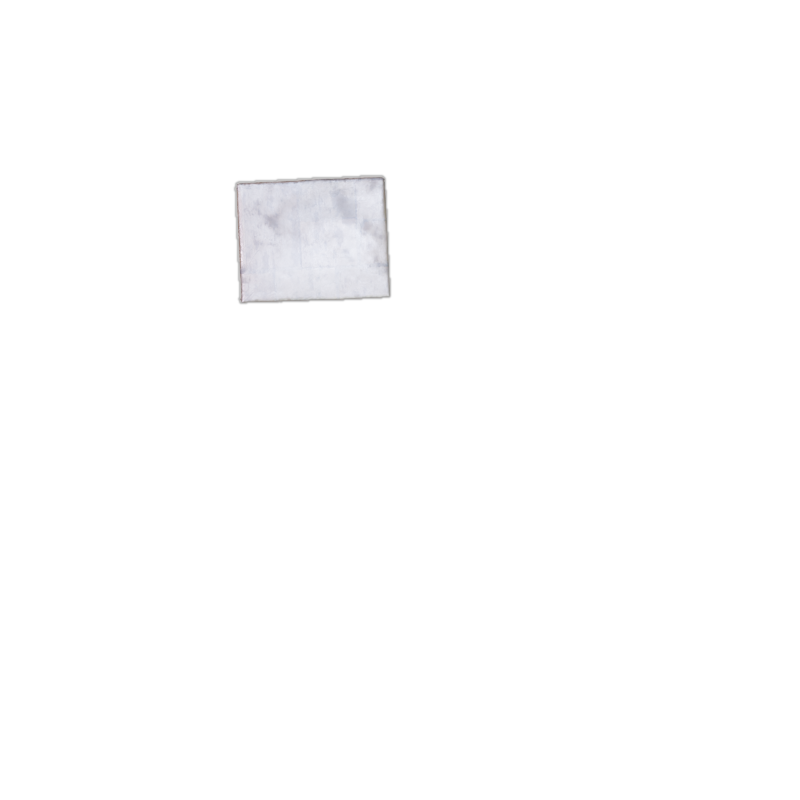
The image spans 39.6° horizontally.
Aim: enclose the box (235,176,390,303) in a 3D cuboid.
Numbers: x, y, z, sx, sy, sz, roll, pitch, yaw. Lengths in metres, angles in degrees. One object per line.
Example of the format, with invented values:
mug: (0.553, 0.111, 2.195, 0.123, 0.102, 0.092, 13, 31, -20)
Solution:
box: (-0.065, -0.118, 0.827, 0.113, 0.091, 0.039, -3, -4, -1)
